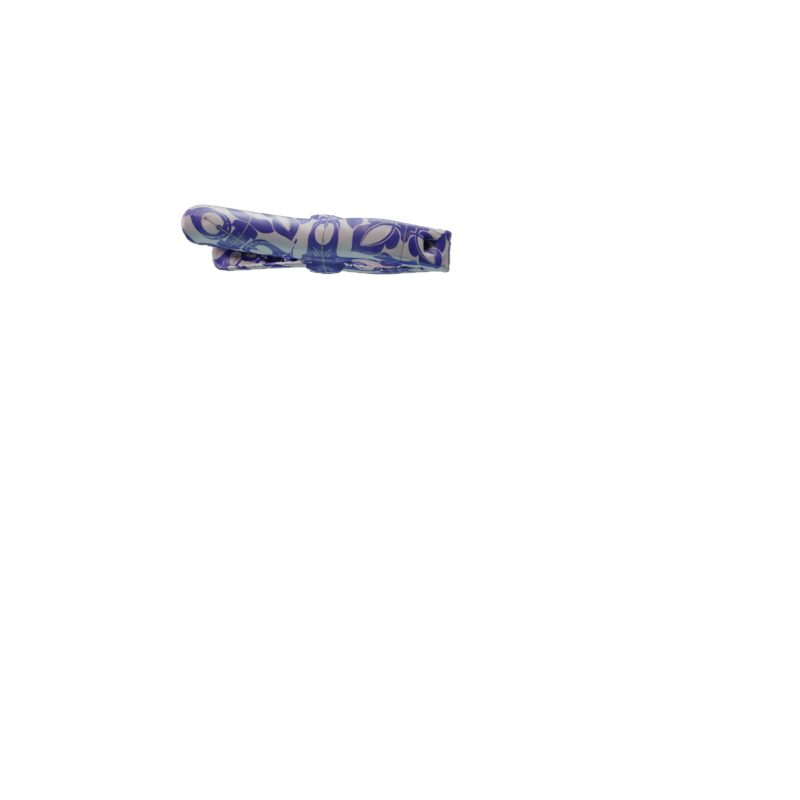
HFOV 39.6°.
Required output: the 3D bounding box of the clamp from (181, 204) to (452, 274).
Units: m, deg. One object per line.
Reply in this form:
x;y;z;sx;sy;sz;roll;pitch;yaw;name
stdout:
-0.056;-0.101;0.711;0.174;0.039;0.118;0;2;12;clamp
